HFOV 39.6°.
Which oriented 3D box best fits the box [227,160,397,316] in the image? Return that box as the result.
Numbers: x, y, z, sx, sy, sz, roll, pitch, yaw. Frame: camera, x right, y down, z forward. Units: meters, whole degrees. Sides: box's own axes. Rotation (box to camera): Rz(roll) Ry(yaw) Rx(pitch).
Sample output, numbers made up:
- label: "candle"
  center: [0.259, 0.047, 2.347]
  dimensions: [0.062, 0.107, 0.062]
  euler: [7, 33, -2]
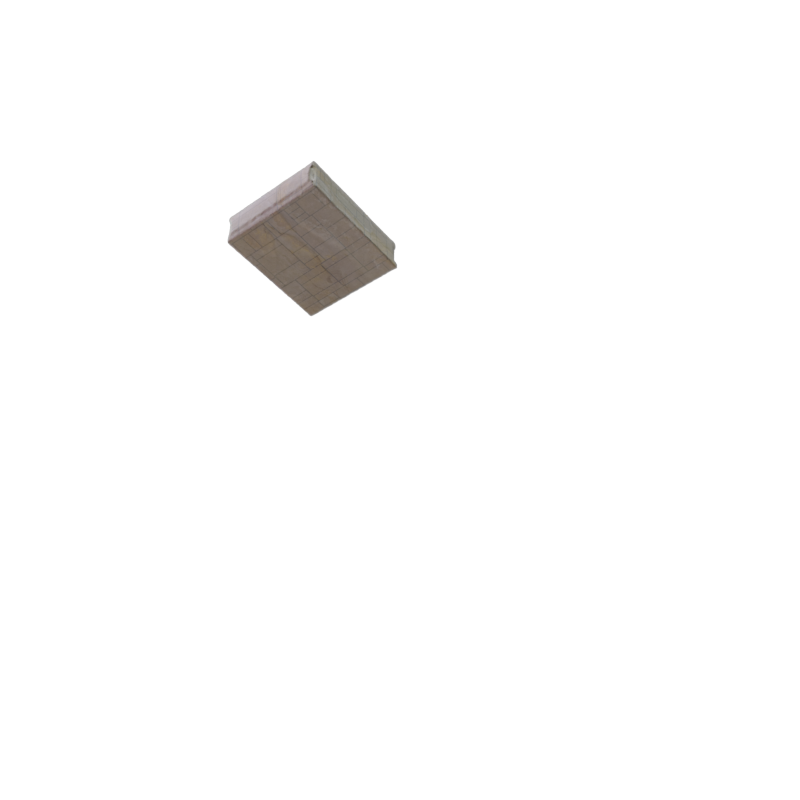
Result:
- label: "box"
  center: [-0.057, -0.103, 0.726]
  dimensions: [0.073, 0.032, 0.083]
  euler: [-30, -53, 25]
